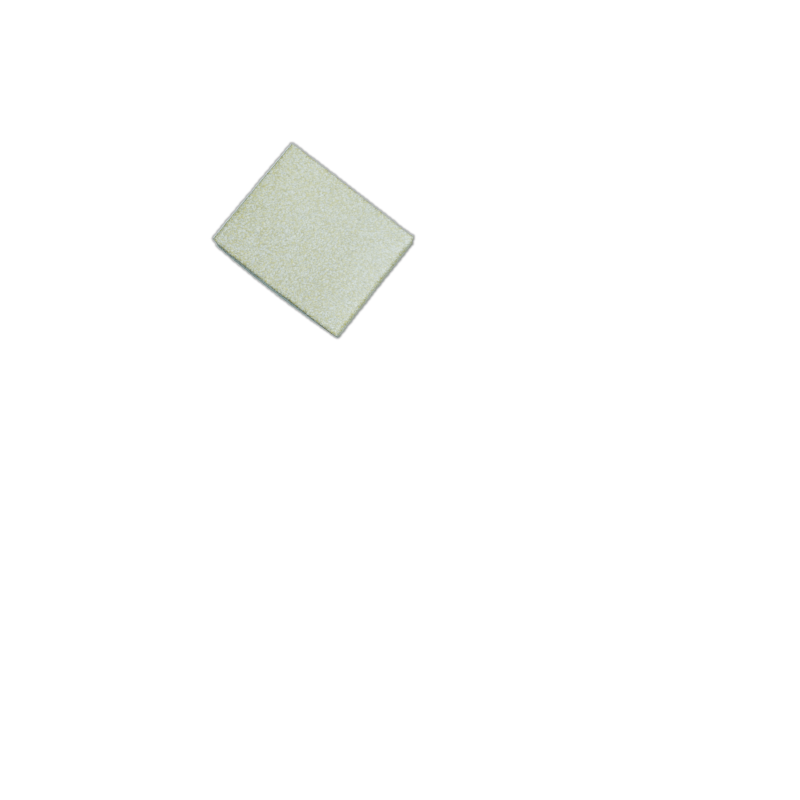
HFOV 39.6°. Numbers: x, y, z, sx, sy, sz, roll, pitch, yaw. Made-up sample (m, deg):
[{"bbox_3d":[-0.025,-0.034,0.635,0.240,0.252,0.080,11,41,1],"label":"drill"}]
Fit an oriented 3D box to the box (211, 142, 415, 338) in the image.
[{"bbox_3d":[-0.061,-0.111,0.781,0.115,0.090,0.038,38,-7,5],"label":"box"}]
